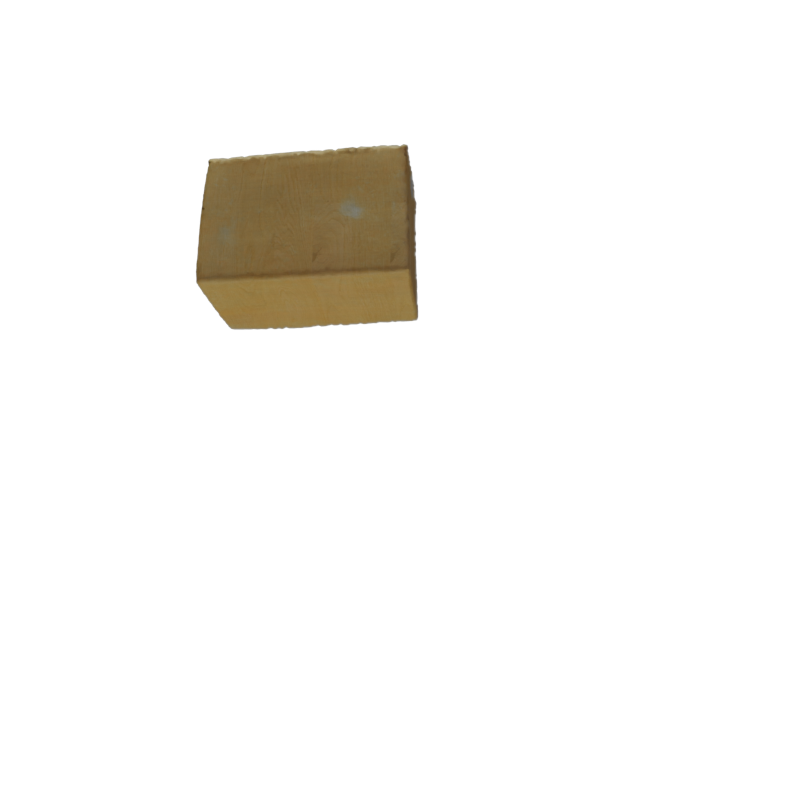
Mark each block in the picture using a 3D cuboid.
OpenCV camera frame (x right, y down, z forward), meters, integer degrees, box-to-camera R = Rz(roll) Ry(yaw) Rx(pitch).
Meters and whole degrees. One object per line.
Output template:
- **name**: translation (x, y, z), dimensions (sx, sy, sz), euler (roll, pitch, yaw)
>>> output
- **block**: translation (-0.033, -0.060, 0.424), dimensions (0.079, 0.054, 0.050), euler (-3, -21, 6)
